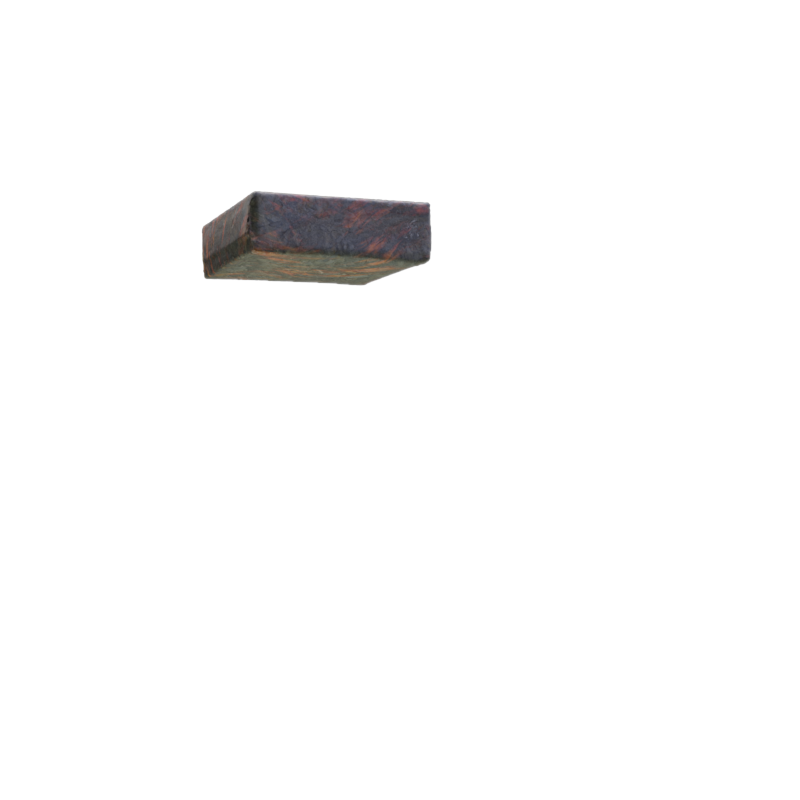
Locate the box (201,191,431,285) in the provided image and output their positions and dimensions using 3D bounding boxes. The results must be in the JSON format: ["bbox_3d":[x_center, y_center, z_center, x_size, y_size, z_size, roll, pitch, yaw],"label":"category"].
[{"bbox_3d":[-0.051,-0.093,0.653,0.110,0.040,0.091,2,-5,-25],"label":"box"}]
